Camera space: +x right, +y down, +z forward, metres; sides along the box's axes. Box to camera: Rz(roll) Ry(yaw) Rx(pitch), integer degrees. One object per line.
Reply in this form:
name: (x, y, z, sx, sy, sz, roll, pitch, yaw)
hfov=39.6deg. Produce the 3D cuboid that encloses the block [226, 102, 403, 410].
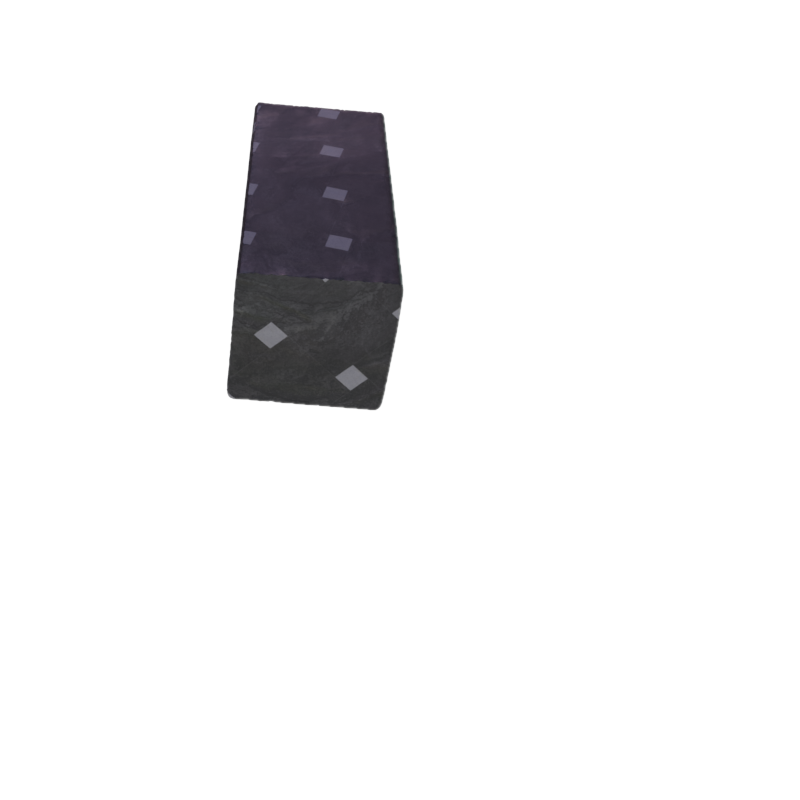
block: (-0.054, -0.098, 0.690, 0.090, 0.085, 0.221, 4, 37, -7)
